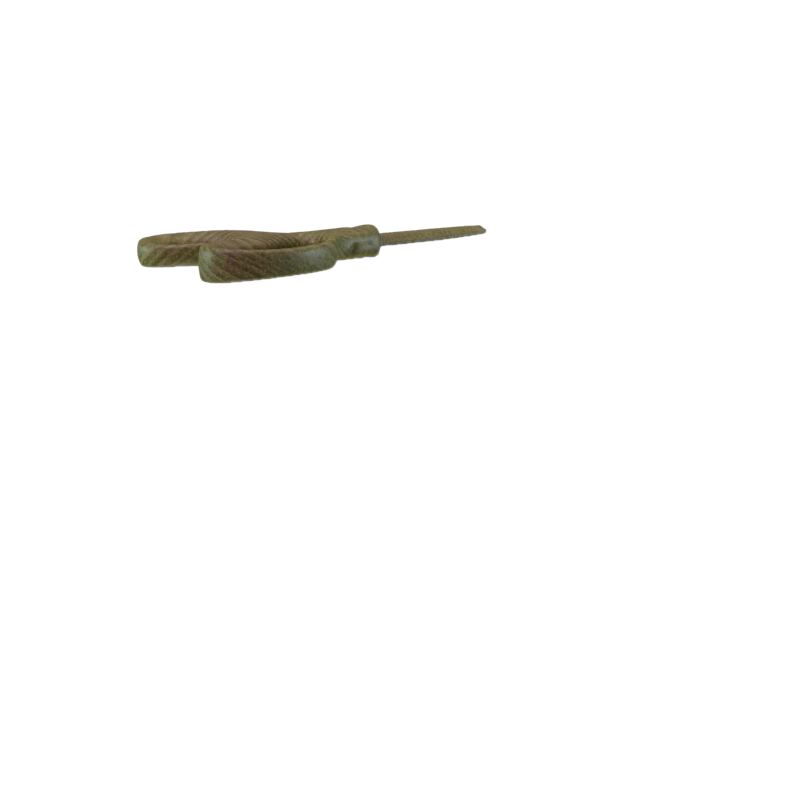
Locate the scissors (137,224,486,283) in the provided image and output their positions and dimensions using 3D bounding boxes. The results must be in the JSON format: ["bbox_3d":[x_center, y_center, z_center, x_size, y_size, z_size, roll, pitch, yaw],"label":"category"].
[{"bbox_3d":[-0.040,-0.073,0.514,0.100,0.015,0.199,6,15,25],"label":"scissors"}]
